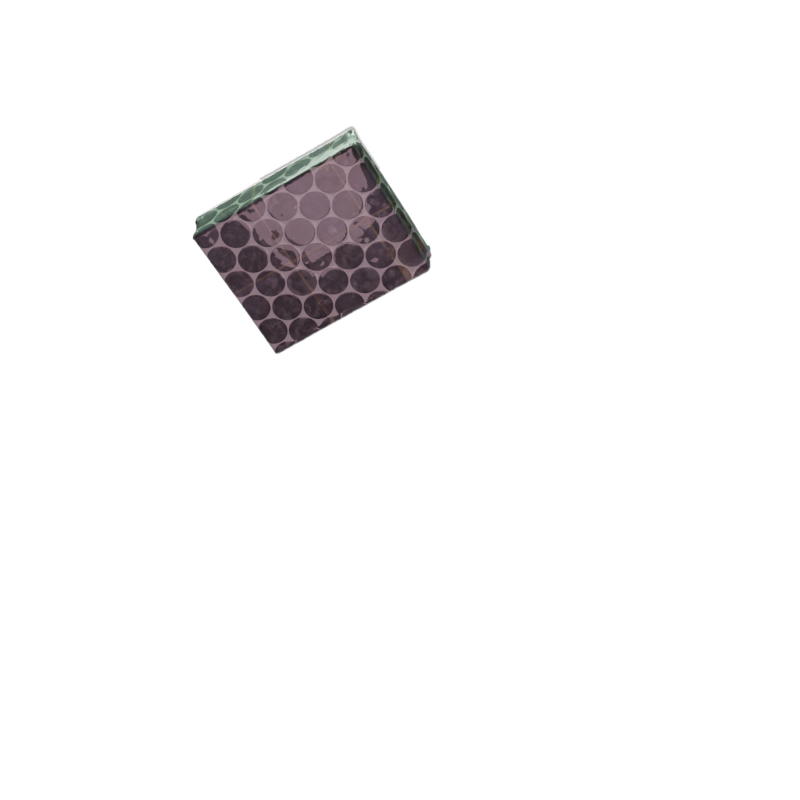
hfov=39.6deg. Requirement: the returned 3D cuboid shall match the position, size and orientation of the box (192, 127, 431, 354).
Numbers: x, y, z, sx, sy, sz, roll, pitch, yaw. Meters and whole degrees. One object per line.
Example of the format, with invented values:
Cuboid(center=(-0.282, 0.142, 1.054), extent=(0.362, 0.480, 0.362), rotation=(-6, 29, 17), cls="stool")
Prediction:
Cuboid(center=(-0.041, -0.075, 0.522), extent=(0.089, 0.069, 0.032), rotation=(-29, 23, 13), cls="box")
